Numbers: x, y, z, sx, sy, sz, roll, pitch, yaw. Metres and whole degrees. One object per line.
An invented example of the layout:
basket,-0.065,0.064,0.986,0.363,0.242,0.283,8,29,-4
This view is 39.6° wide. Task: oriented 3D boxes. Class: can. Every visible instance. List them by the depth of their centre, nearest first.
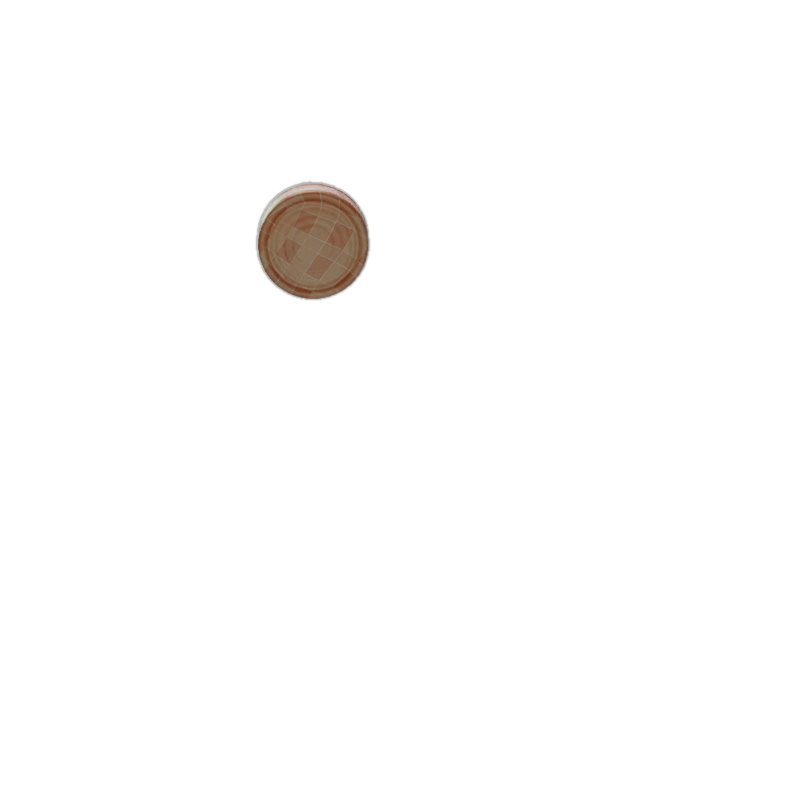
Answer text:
can,-0.066,-0.121,0.845,0.086,0.083,0.035,0,14,-1
